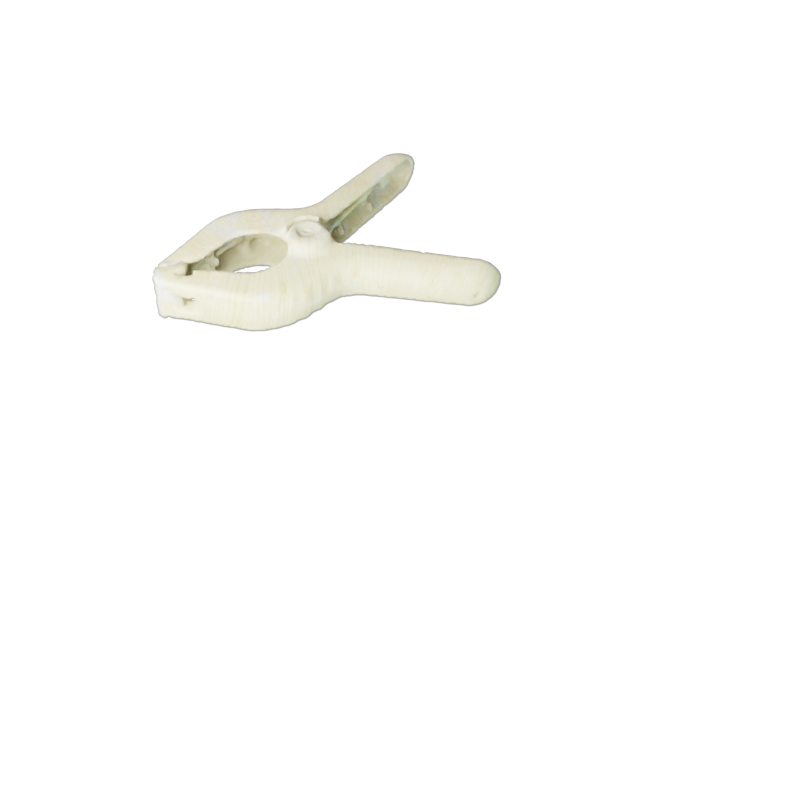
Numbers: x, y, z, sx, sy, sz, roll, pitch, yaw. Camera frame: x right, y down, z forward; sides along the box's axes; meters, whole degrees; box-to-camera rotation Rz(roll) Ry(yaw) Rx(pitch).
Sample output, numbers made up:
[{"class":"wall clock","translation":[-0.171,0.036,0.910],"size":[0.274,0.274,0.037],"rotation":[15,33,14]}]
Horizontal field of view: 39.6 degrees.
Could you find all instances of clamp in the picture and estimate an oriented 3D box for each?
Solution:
[{"class":"clamp","translation":[-0.046,-0.083,0.583],"size":[0.170,0.037,0.130],"rotation":[-8,39,-10]}]
